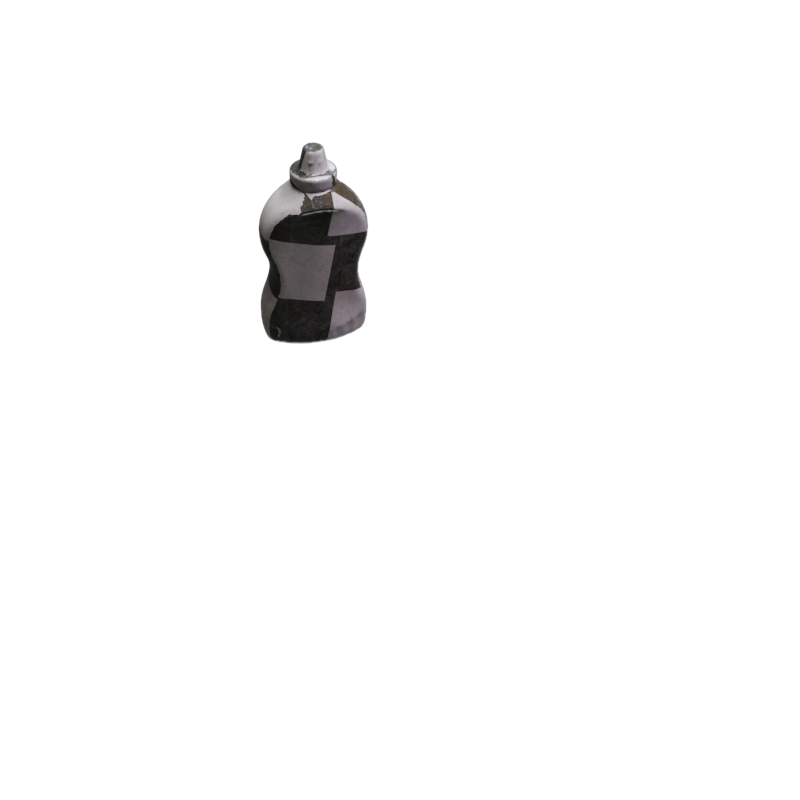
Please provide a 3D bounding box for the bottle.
[{"bbox_3d":[-0.077,-0.141,0.987,0.095,0.179,0.063,-6,38,-12],"label":"bottle"}]
